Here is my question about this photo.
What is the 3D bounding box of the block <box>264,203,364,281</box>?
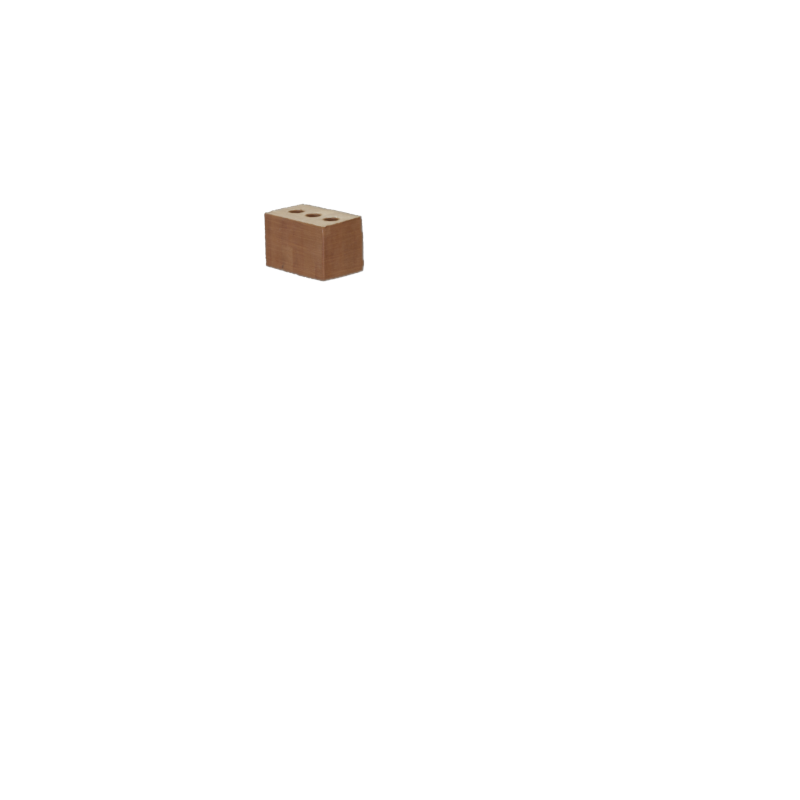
[{"bbox_3d":[-0.078,-0.143,0.999,0.082,0.049,0.052,18,25,39],"label":"block"}]
